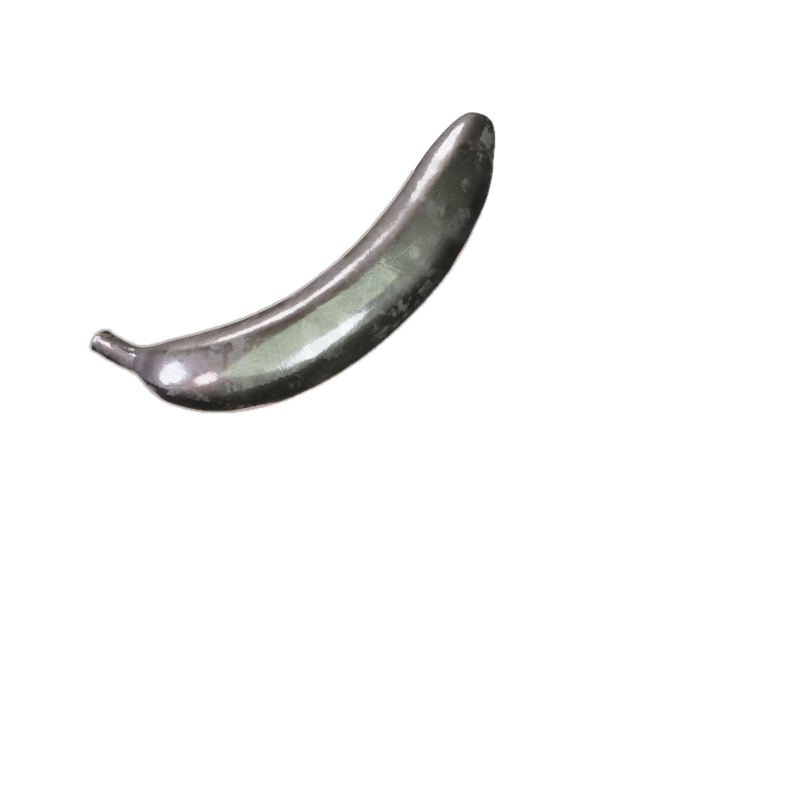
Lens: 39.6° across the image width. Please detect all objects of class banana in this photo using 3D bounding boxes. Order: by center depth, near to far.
[{"bbox_3d":[-0.030,-0.049,0.462,0.198,0.072,0.036,-31,-10,-7],"label":"banana"}]
